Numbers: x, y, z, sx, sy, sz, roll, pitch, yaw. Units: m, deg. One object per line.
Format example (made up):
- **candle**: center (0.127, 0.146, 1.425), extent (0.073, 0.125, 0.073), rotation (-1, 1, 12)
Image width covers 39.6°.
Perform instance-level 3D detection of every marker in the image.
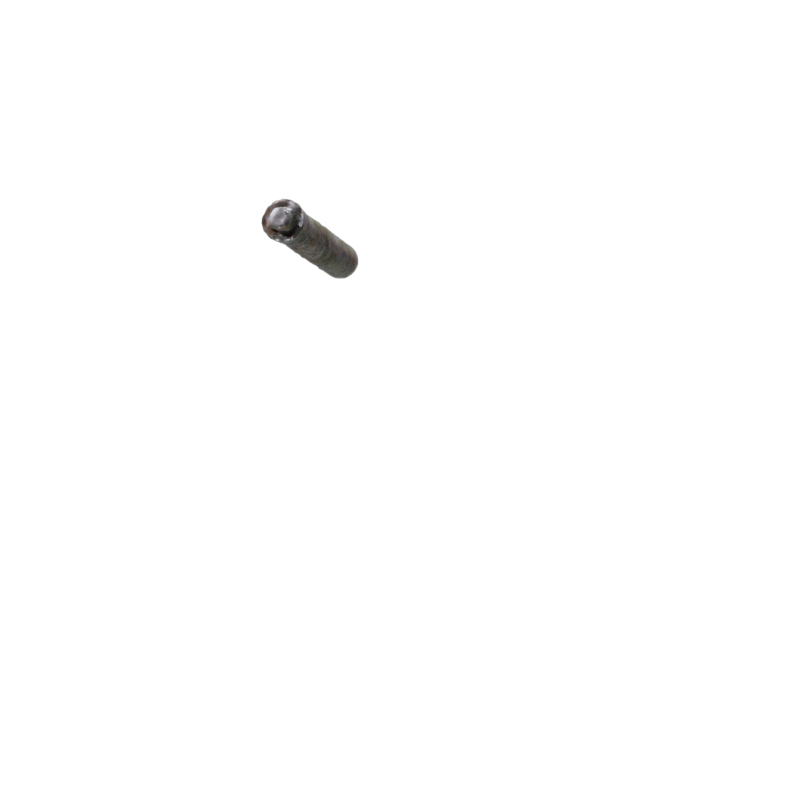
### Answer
- **marker**: center (-0.041, -0.074, 0.522), extent (0.020, 0.020, 0.117), rotation (1, -2, 10)
